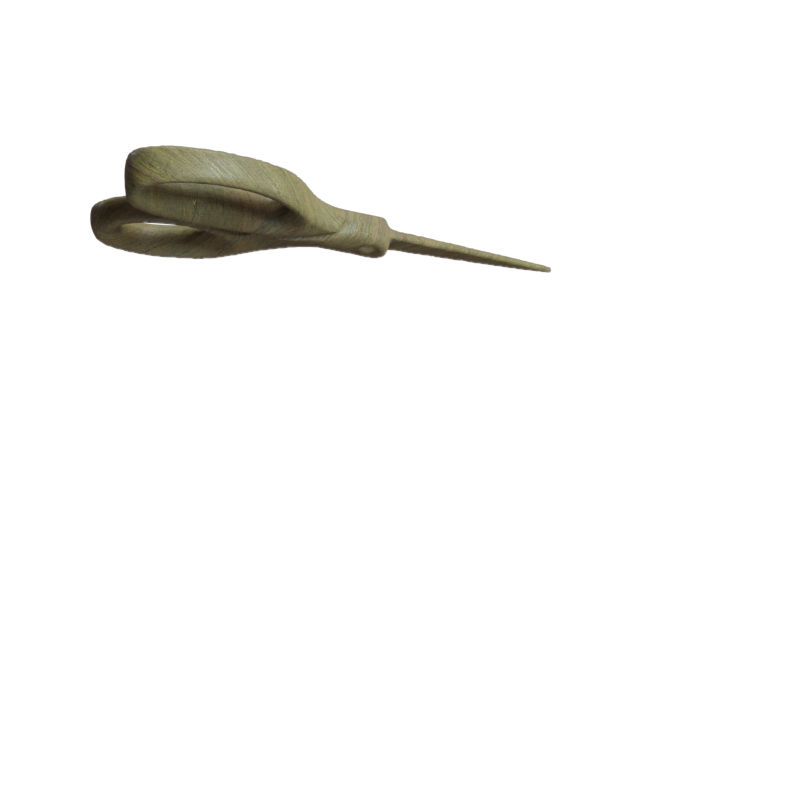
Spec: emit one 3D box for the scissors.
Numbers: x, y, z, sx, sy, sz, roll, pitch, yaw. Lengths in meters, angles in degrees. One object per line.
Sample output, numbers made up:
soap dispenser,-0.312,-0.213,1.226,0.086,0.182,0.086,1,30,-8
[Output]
scissors,-0.034,-0.063,0.440,0.098,0.016,0.191,-8,-13,40
